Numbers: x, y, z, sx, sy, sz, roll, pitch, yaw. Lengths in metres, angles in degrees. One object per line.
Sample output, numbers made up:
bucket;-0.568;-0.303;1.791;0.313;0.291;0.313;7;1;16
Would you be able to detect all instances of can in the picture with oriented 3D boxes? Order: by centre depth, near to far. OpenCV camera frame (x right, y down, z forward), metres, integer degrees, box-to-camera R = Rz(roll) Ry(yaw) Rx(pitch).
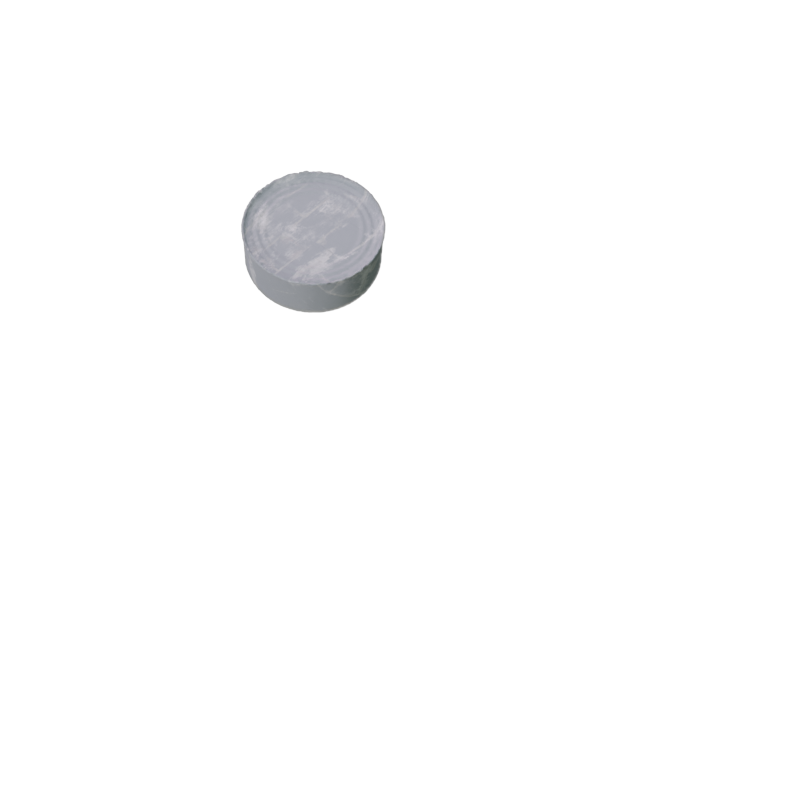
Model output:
can;-0.053;-0.096;0.672;0.086;0.092;0.031;-1;-34;-1
